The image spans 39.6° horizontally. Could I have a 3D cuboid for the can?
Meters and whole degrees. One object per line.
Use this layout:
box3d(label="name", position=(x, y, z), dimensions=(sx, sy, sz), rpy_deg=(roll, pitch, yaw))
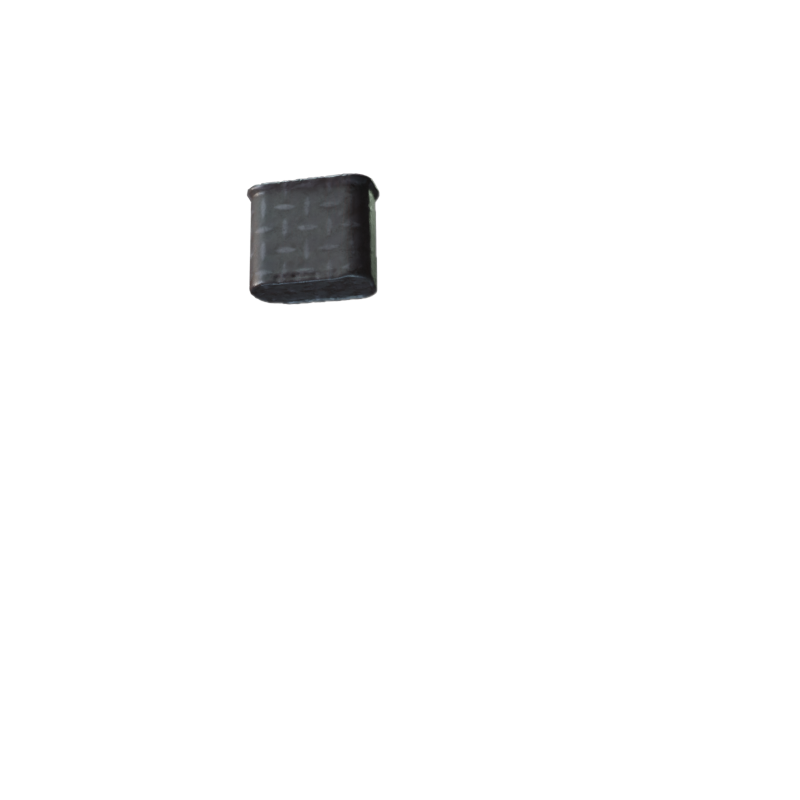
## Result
box3d(label="can", position=(-0.067, -0.122, 0.857), dimensions=(0.103, 0.088, 0.054), rpy_deg=(-5, -19, 12))
